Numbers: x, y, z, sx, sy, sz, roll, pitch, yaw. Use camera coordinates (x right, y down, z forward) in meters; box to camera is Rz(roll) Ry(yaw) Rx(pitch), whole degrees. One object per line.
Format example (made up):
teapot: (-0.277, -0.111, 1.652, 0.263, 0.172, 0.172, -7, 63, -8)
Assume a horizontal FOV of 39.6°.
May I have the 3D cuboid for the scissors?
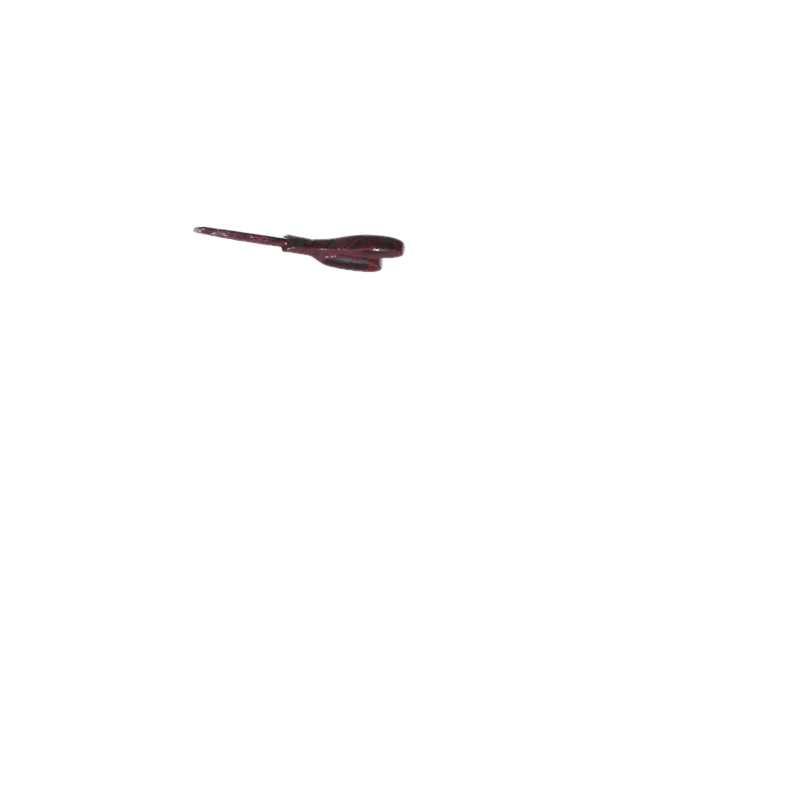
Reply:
scissors: (-0.078, -0.143, 1.000, 0.098, 0.016, 0.191, -8, -12, 43)
